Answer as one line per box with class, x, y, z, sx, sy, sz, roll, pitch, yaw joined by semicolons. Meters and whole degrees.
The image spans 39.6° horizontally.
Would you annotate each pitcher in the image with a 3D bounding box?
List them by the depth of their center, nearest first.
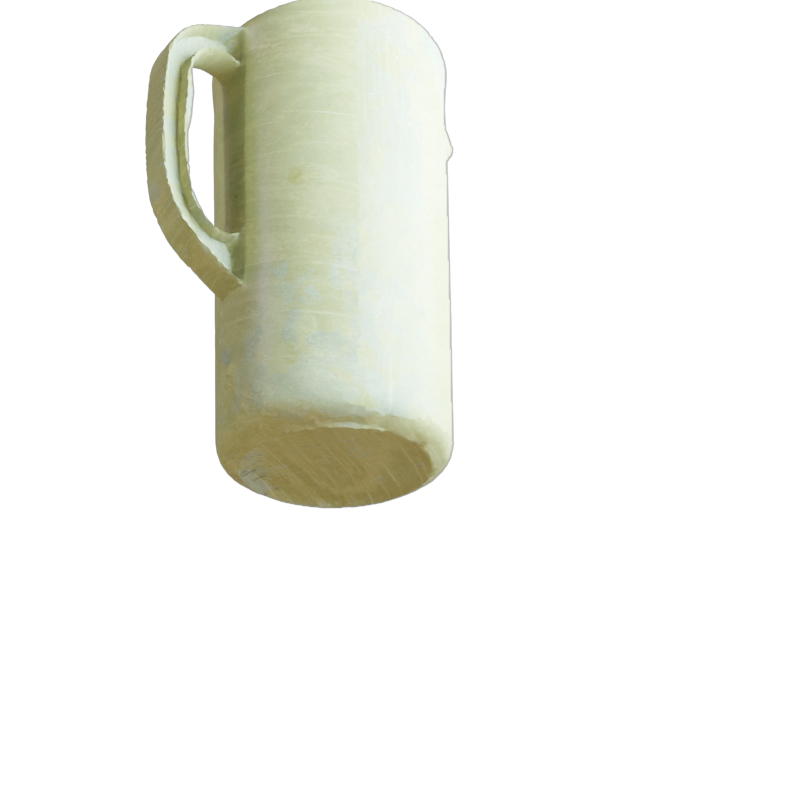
pitcher;-0.044;-0.080;0.560;0.150;0.260;0.134;-6;-33;6
